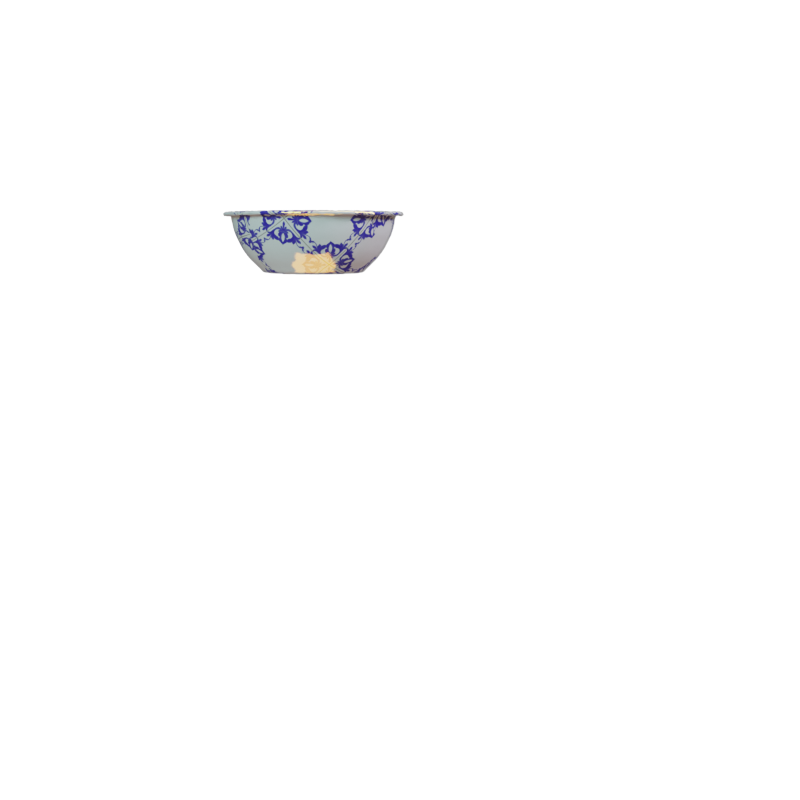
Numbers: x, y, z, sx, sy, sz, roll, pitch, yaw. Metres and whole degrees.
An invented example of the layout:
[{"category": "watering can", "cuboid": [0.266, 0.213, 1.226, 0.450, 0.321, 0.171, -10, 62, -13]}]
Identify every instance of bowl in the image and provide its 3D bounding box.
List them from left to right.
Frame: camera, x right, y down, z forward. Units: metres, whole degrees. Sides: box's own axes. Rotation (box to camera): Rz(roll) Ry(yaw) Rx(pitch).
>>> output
[{"category": "bowl", "cuboid": [-0.078, -0.142, 0.997, 0.162, 0.054, 0.164, 0, 8, -2]}]
